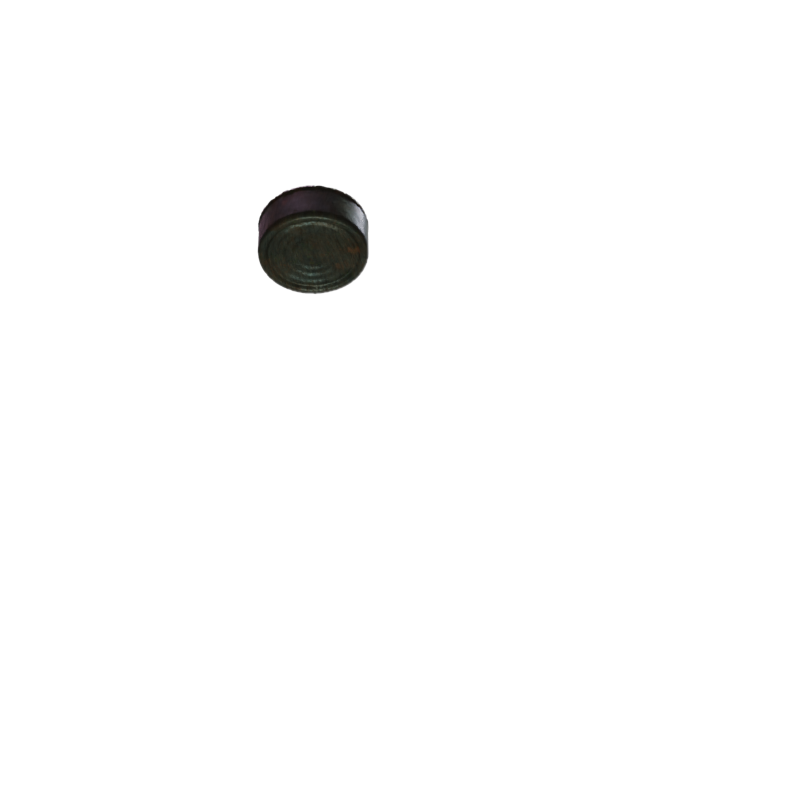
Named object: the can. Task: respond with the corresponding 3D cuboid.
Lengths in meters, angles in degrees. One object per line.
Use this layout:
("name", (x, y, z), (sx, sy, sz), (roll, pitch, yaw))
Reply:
("can", (-0.066, -0.121, 0.848), (0.086, 0.036, 0.080), (1, -43, -1))
